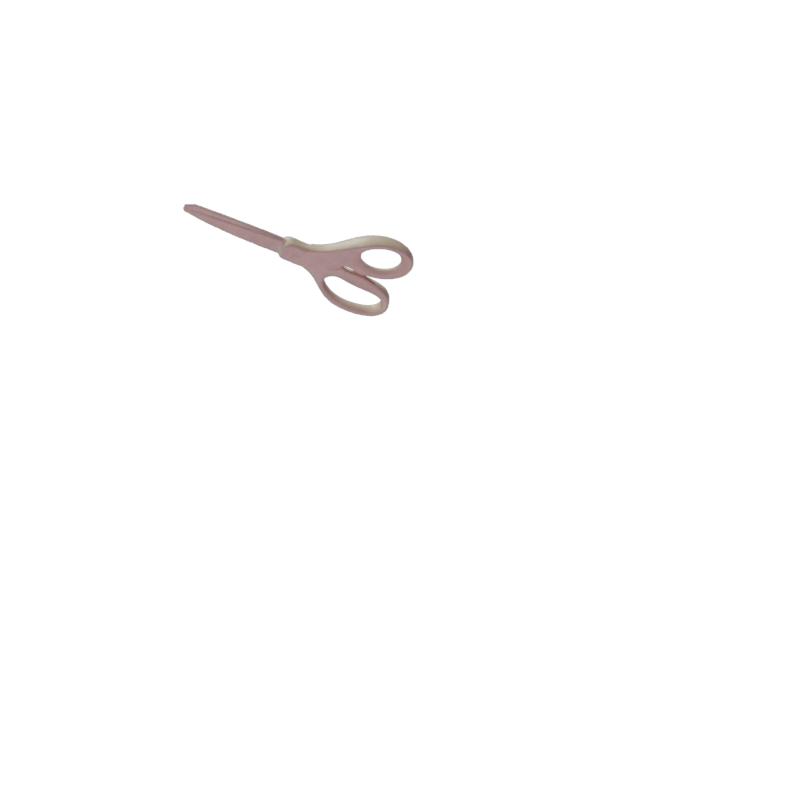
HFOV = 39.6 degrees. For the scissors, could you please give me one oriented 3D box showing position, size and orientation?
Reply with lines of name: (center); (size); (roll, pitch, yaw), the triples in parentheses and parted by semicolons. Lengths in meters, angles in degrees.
scissors: (-0.071, -0.130, 0.913); (0.095, 0.017, 0.189); (-33, -51, 32)
